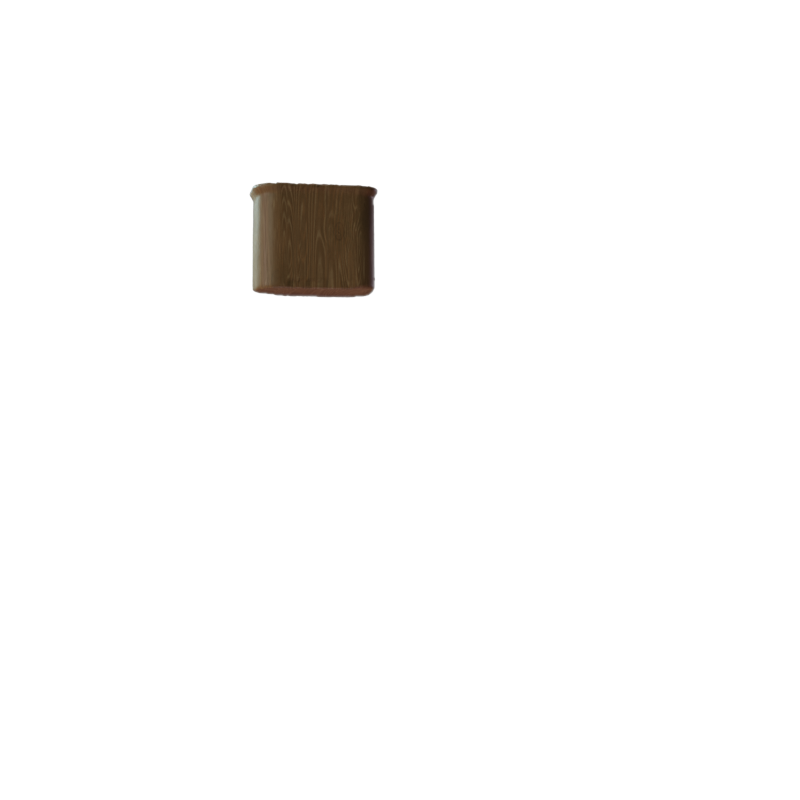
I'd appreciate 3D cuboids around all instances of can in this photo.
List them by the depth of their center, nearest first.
[{"bbox_3d":[-0.070,-0.128,0.895,0.100,0.086,0.057,1,-7,-11],"label":"can"}]
